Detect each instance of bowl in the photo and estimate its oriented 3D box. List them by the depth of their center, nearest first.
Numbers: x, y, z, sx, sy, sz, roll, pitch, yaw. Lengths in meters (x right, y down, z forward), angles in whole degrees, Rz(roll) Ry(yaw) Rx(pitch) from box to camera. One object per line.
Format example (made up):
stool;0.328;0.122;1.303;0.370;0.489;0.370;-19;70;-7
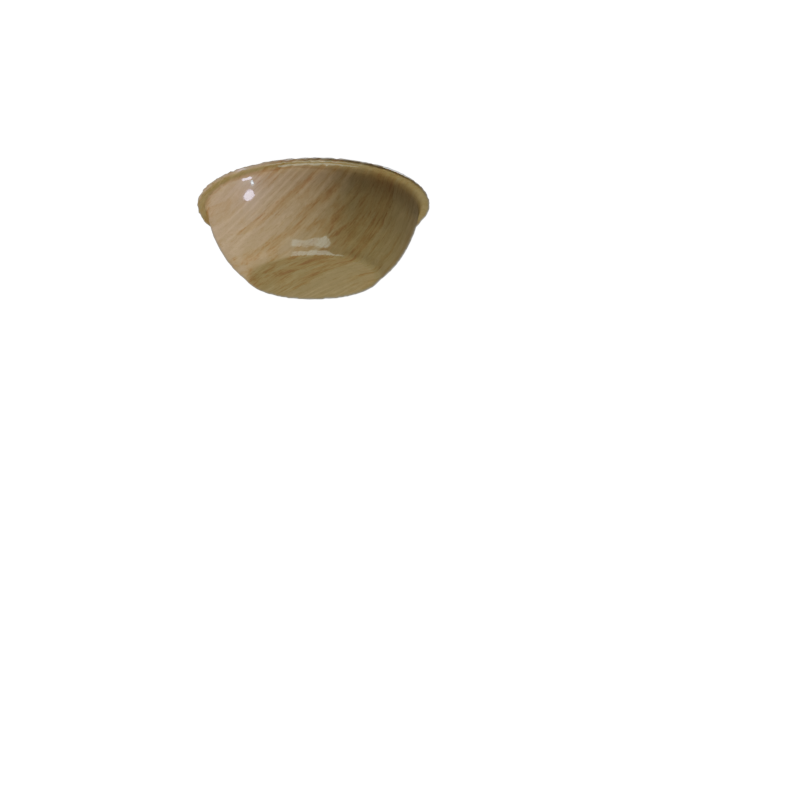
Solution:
bowl;-0.060;-0.109;0.764;0.162;0.057;0.156;0;-15;-2
